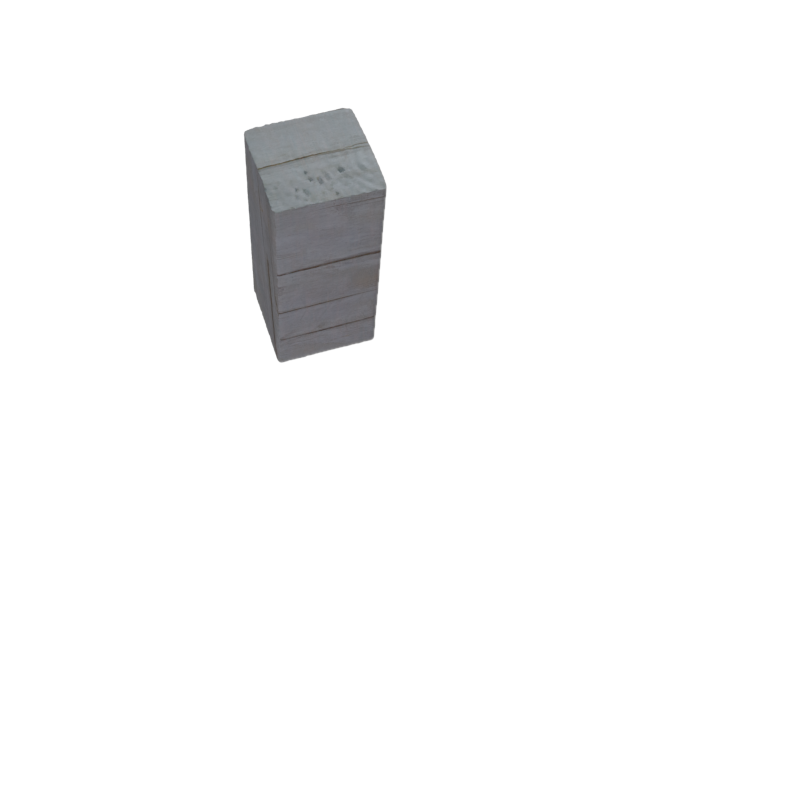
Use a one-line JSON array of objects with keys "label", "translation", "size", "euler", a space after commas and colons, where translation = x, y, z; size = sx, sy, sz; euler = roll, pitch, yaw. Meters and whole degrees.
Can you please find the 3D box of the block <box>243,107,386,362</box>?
[{"label": "block", "translation": [-0.072, -0.131, 0.916], "size": [0.090, 0.097, 0.193], "euler": [-14, -31, -12]}]
